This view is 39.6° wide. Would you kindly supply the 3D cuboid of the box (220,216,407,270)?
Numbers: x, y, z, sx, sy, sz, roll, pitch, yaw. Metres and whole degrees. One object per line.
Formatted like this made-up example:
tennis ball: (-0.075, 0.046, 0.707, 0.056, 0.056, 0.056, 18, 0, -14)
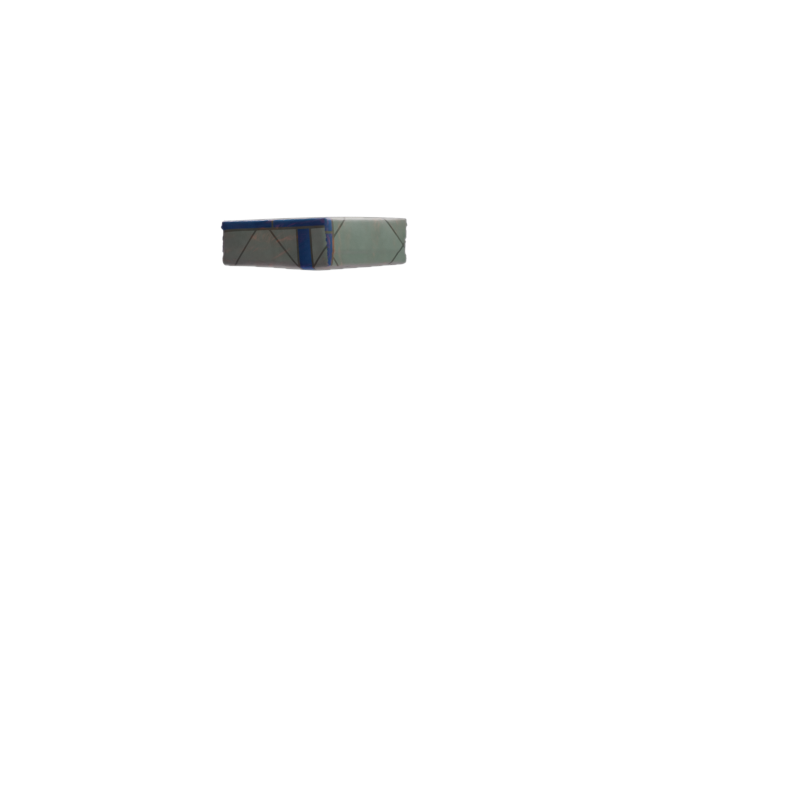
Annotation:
box: (-0.065, -0.119, 0.832, 0.119, 0.038, 0.087, 9, 12, 42)
